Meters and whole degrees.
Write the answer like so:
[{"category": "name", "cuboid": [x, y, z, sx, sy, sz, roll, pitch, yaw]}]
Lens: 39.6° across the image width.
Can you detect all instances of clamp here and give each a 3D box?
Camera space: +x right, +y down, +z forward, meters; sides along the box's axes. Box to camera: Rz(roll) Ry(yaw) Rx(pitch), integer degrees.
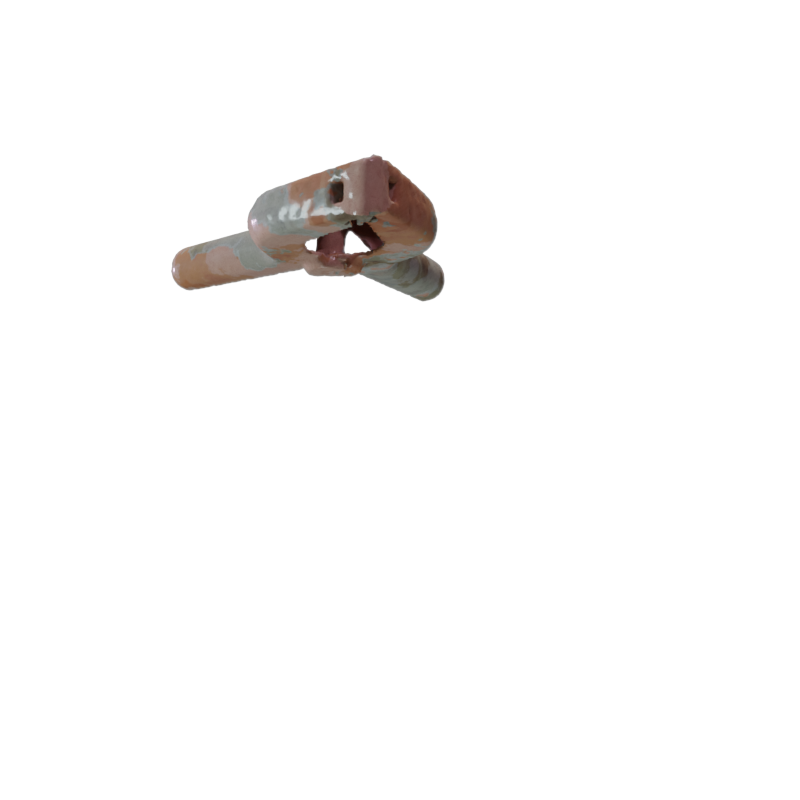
[{"category": "clamp", "cuboid": [-0.046, -0.084, 0.588, 0.164, 0.037, 0.206, 0, -6, -4]}]
